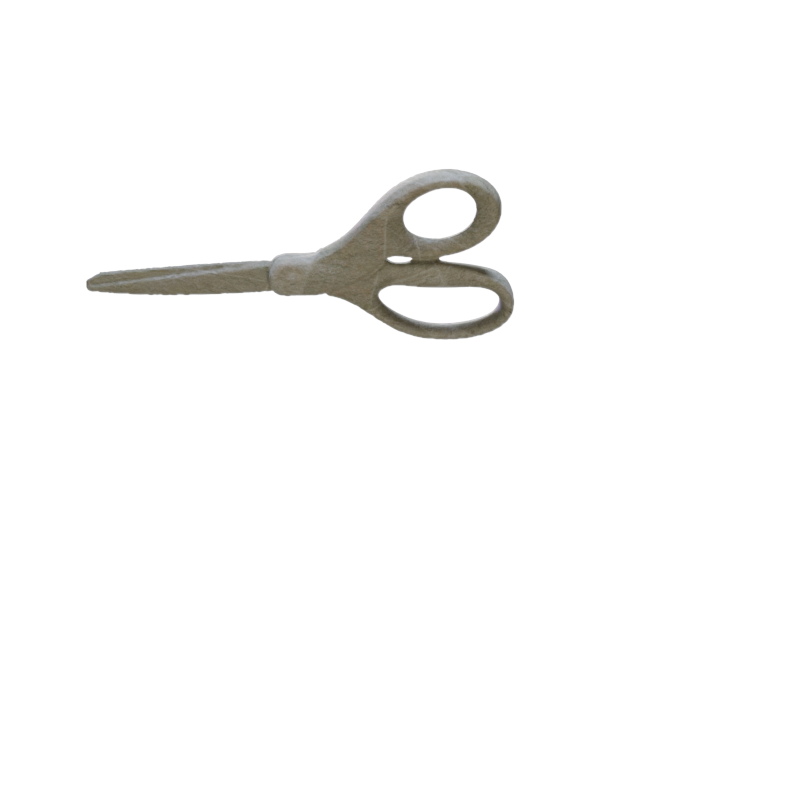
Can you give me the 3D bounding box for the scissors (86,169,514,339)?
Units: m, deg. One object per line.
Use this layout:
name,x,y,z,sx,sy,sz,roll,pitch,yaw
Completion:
scissors,-0.040,-0.074,0.516,0.199,0.091,0.017,11,30,-6
